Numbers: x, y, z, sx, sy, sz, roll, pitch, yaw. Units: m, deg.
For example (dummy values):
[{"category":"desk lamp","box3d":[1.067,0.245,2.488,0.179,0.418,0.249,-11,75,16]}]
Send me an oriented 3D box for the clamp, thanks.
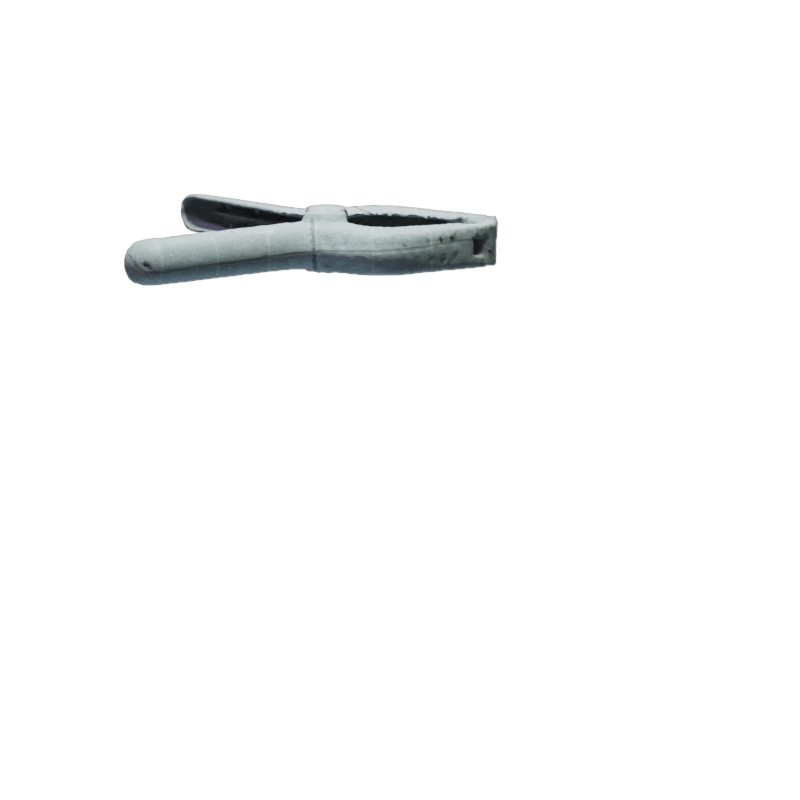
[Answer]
[{"category":"clamp","box3d":[-0.051,-0.092,0.647,0.213,0.035,0.169,4,21,9]}]
